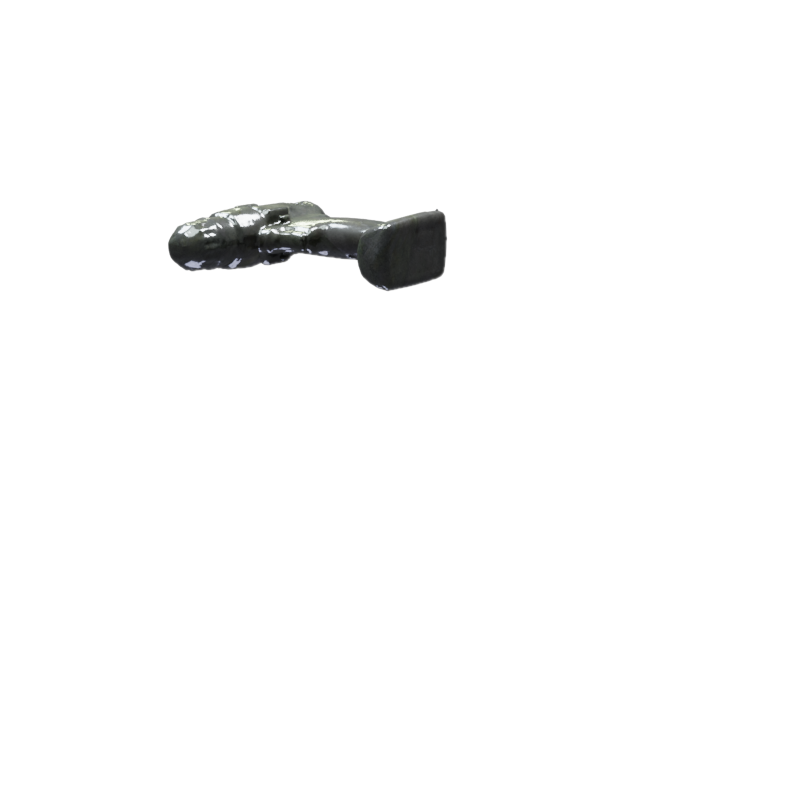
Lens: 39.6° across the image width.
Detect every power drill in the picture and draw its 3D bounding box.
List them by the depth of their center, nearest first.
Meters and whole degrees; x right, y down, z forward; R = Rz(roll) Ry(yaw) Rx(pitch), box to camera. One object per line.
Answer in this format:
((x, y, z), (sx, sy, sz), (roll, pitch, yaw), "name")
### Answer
((-0.071, -0.130, 0.910), (0.197, 0.055, 0.182), (12, 21, 33), "power drill")
